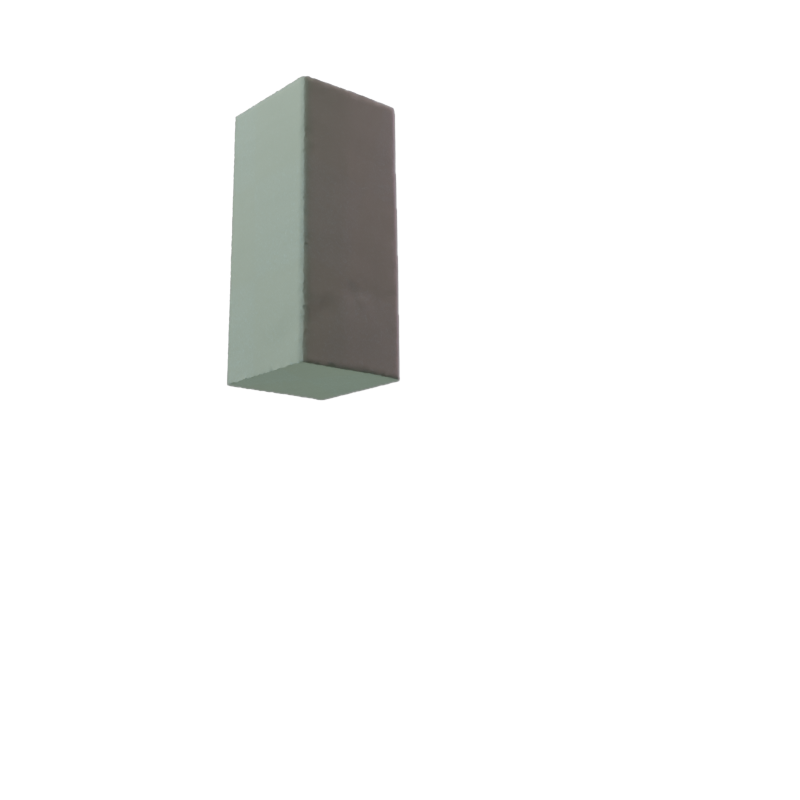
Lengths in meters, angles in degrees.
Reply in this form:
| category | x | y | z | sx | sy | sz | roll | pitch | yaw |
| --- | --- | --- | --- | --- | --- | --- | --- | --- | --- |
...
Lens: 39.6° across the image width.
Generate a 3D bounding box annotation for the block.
| category | x | y | z | sx | sy | sz | roll | pitch | yaw |
| --- | --- | --- | --- | --- | --- | --- | --- | --- | --- |
| block | -0.062 | -0.114 | 0.798 | 0.085 | 0.215 | 0.092 | 13 | -23 | -38 |
